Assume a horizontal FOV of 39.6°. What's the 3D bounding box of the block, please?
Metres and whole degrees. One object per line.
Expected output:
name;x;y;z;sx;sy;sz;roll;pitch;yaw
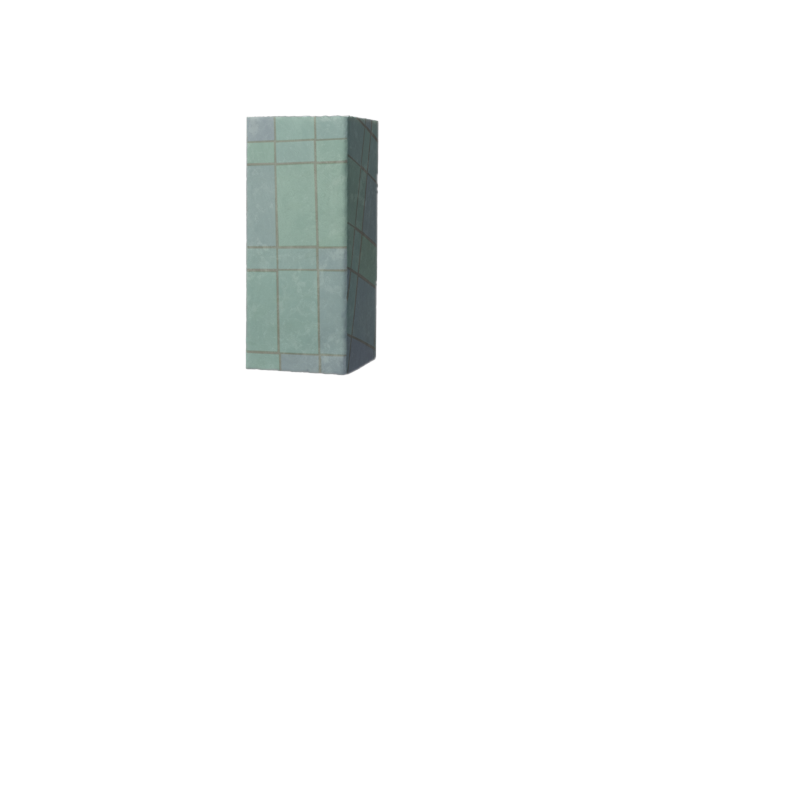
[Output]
block;-0.072;-0.133;0.928;0.093;0.204;0.089;2;5;17
